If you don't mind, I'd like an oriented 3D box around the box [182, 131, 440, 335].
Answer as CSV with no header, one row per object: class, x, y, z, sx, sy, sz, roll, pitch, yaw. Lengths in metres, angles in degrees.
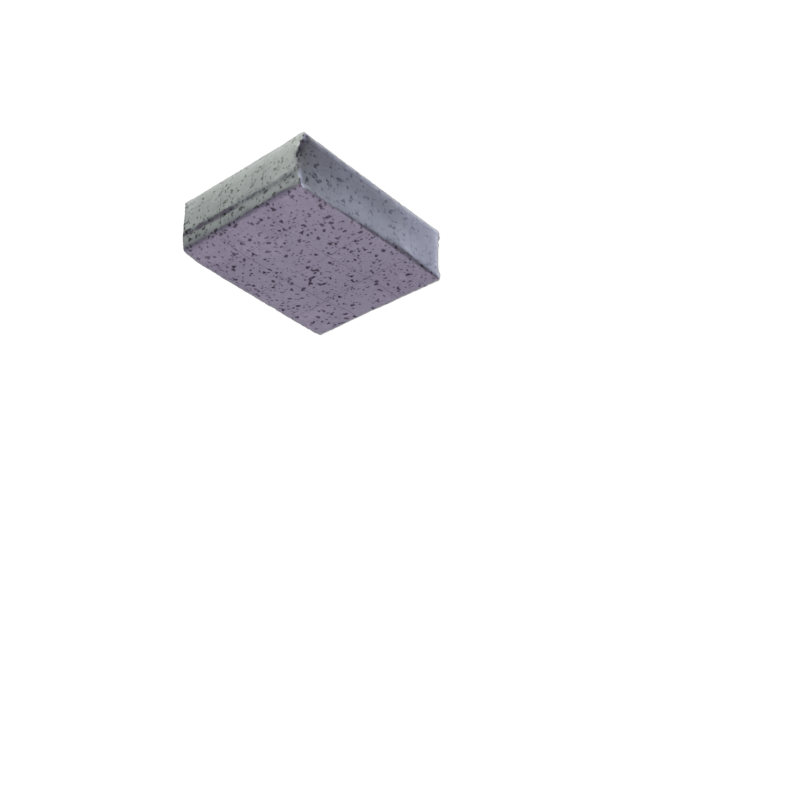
box,-0.047,-0.085,0.595,0.090,0.041,0.106,-24,-38,35
